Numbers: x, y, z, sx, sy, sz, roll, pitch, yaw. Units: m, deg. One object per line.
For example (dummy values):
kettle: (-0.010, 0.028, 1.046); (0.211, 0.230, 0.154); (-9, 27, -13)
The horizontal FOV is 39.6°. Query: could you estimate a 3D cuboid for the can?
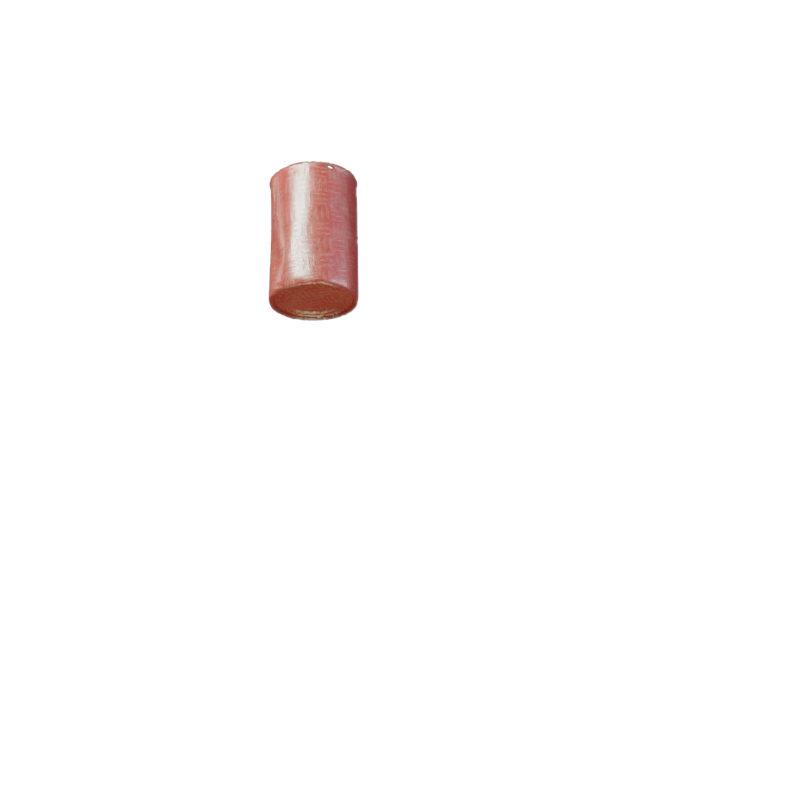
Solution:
can: (-0.065, -0.119, 0.834); (0.068, 0.108, 0.065); (0, -25, -2)
